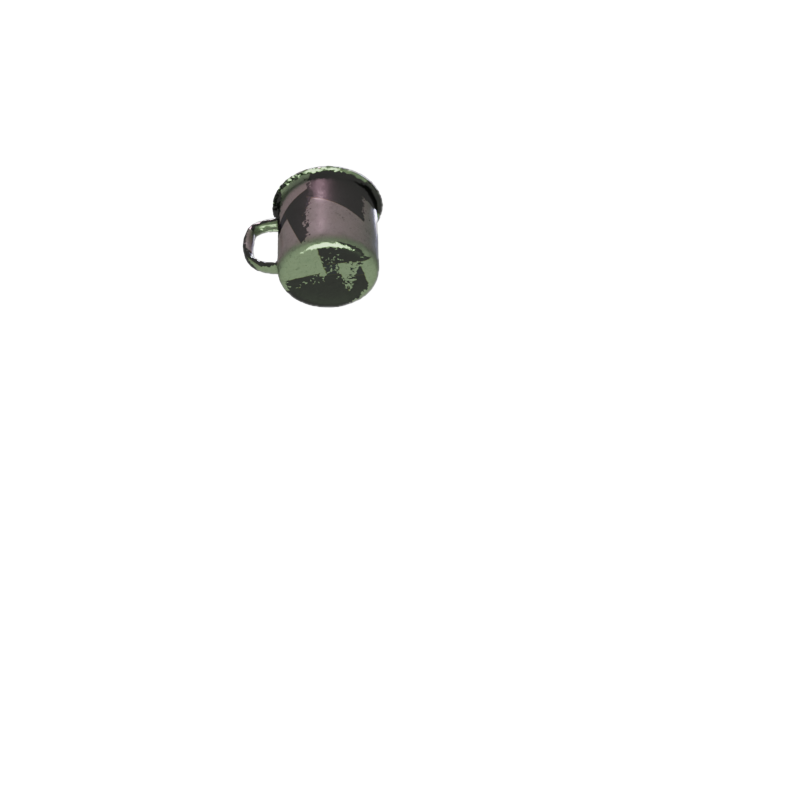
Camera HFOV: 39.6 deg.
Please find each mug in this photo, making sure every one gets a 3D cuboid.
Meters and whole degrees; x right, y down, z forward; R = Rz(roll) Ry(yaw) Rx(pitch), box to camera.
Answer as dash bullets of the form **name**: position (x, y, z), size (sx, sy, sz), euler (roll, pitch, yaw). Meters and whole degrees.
- **mug**: position (-0.071, -0.130, 0.908), size (0.117, 0.087, 0.086), euler (-4, -40, 3)
